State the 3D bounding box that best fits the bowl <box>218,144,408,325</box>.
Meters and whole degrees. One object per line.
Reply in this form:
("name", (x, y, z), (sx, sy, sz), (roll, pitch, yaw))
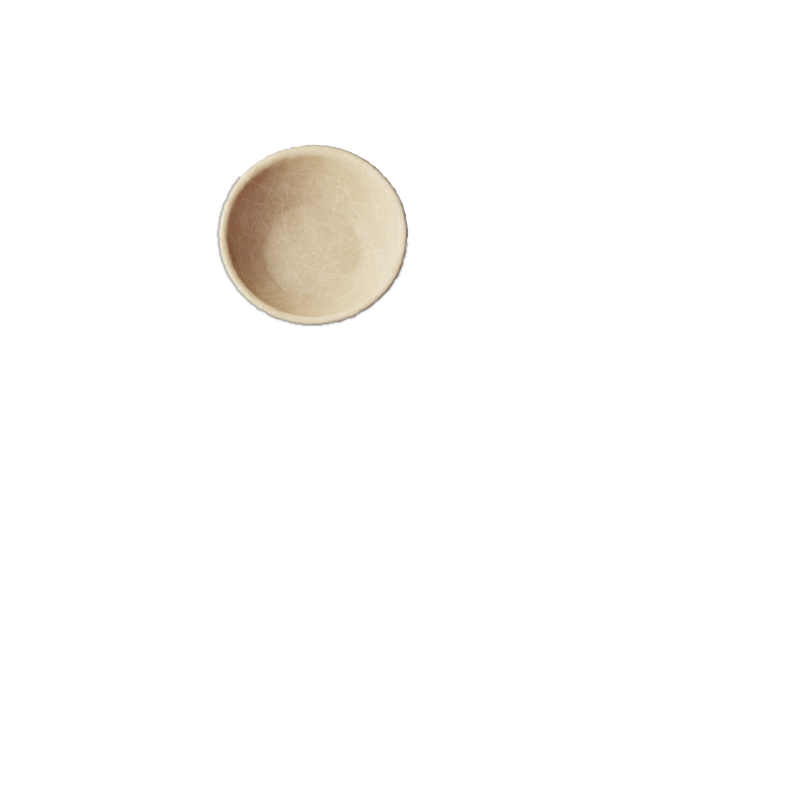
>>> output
("bowl", (-0.076, -0.138, 0.965), (0.162, 0.169, 0.053), (-1, -16, -1))
